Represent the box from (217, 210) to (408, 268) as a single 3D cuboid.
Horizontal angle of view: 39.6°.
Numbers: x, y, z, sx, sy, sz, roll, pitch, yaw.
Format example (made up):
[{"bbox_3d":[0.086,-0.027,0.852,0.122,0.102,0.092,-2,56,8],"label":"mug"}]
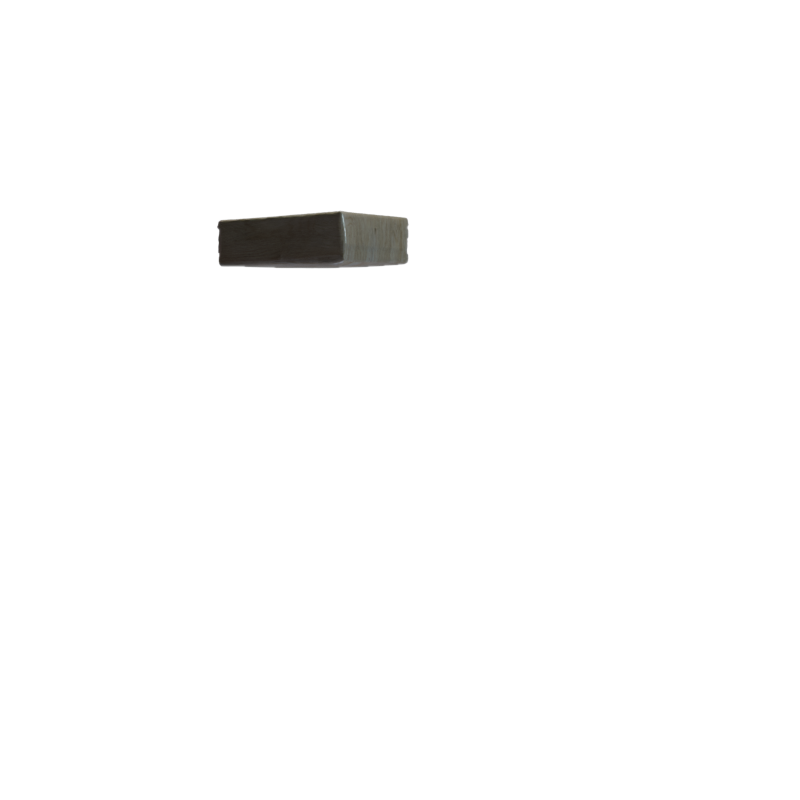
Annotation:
[{"bbox_3d":[-0.064,-0.116,0.814,0.118,0.039,0.087,4,7,33],"label":"box"}]
